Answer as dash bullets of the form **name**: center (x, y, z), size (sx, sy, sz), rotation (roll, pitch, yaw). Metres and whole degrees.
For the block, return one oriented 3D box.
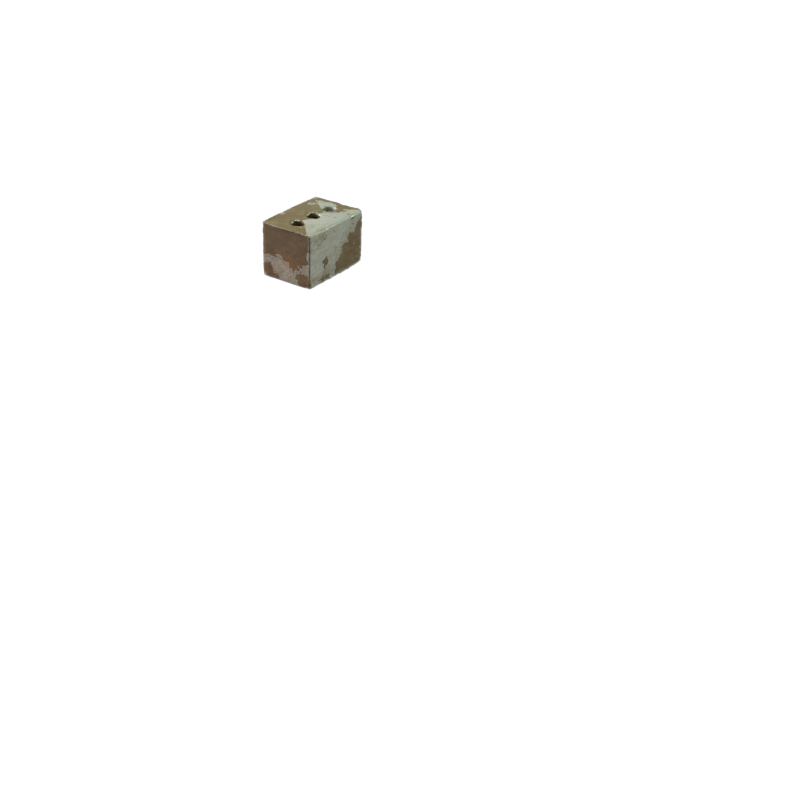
- **block**: center (-0.076, -0.138, 0.965), size (0.055, 0.048, 0.078), rotation (18, 33, 29)
